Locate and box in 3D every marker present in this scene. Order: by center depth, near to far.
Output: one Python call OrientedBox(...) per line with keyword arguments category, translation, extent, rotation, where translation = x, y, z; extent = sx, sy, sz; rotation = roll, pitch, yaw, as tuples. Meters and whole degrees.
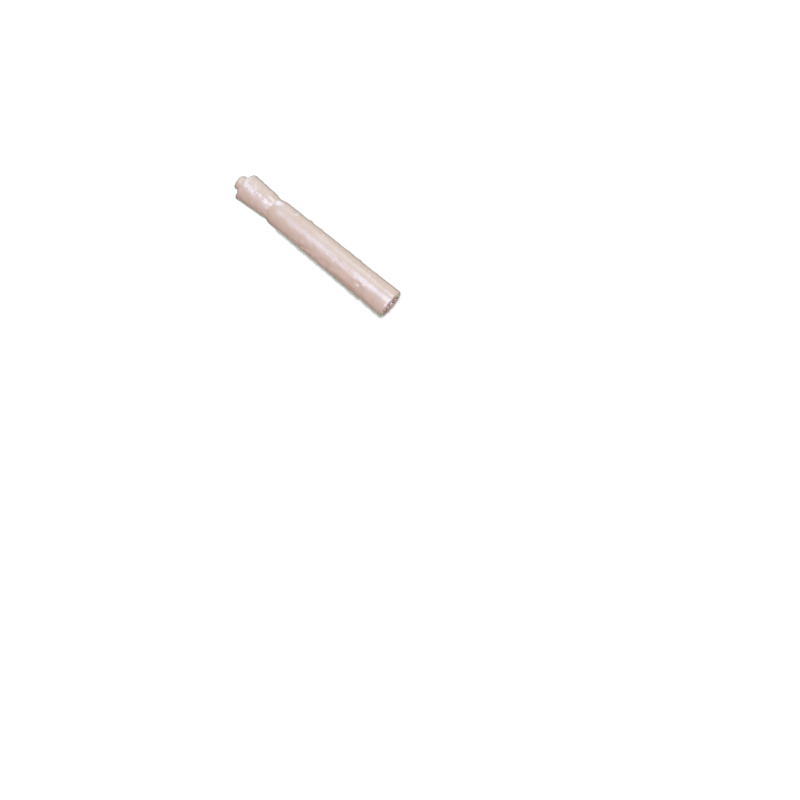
OrientedBox(category="marker", translation=(-0.052, -0.094, 0.658), extent=(0.126, 0.019, 0.019), rotation=(40, 14, 15))
